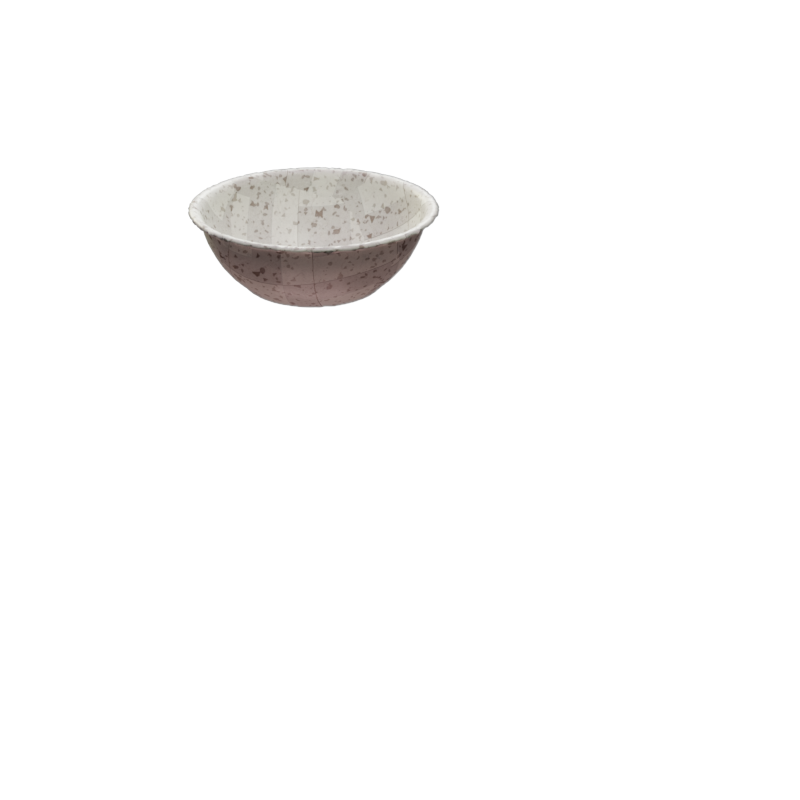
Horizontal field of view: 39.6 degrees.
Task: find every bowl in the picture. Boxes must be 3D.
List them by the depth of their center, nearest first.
[{"bbox_3d":[-0.057,-0.104,0.726,0.162,0.052,0.171,-1,27,-2],"label":"bowl"}]
